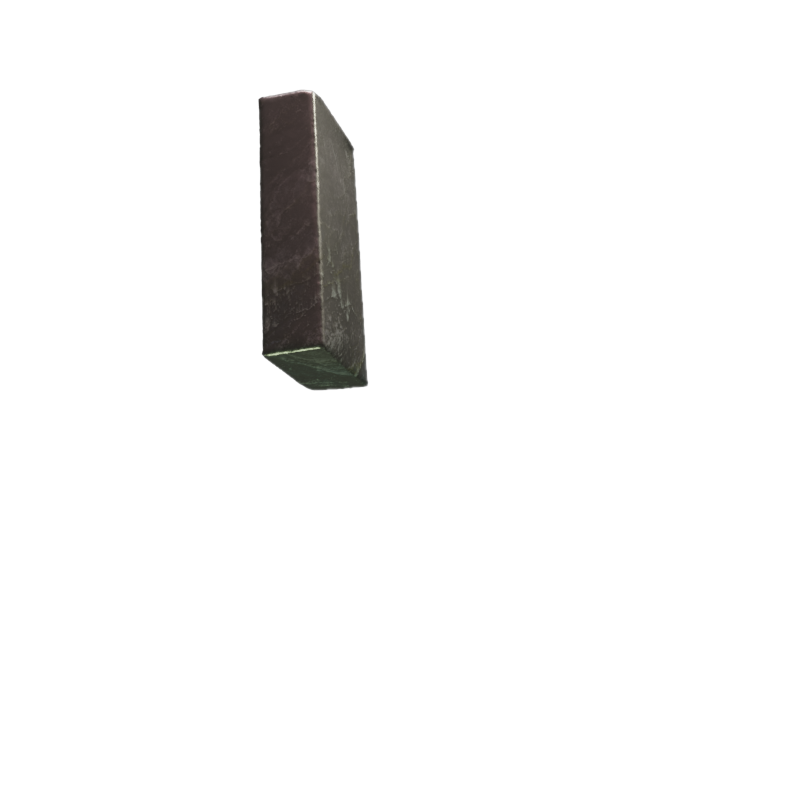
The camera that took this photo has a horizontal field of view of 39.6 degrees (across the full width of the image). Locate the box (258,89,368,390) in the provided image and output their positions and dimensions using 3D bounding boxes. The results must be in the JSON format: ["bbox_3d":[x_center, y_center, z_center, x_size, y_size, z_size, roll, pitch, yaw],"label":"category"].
[{"bbox_3d":[-0.056,-0.102,0.715,0.049,0.185,0.087,-7,-21,15],"label":"box"}]
